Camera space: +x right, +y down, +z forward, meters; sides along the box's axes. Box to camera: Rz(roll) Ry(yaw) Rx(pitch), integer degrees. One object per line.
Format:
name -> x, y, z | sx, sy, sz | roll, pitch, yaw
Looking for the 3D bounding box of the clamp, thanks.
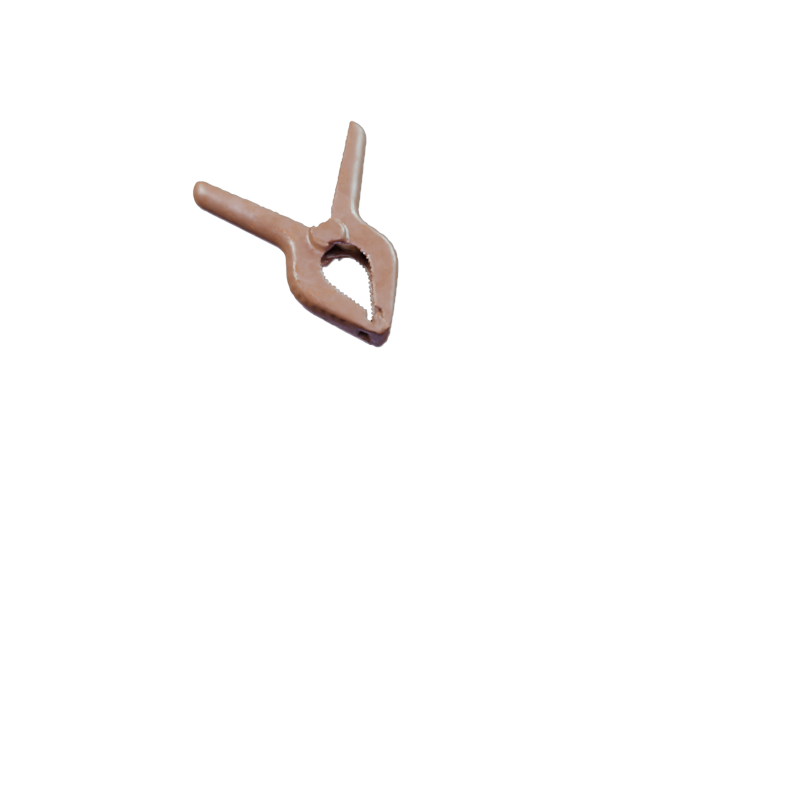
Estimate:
clamp -> -0.073, -0.134, 0.936 | 0.163, 0.224, 0.034 | -19, -27, -10
